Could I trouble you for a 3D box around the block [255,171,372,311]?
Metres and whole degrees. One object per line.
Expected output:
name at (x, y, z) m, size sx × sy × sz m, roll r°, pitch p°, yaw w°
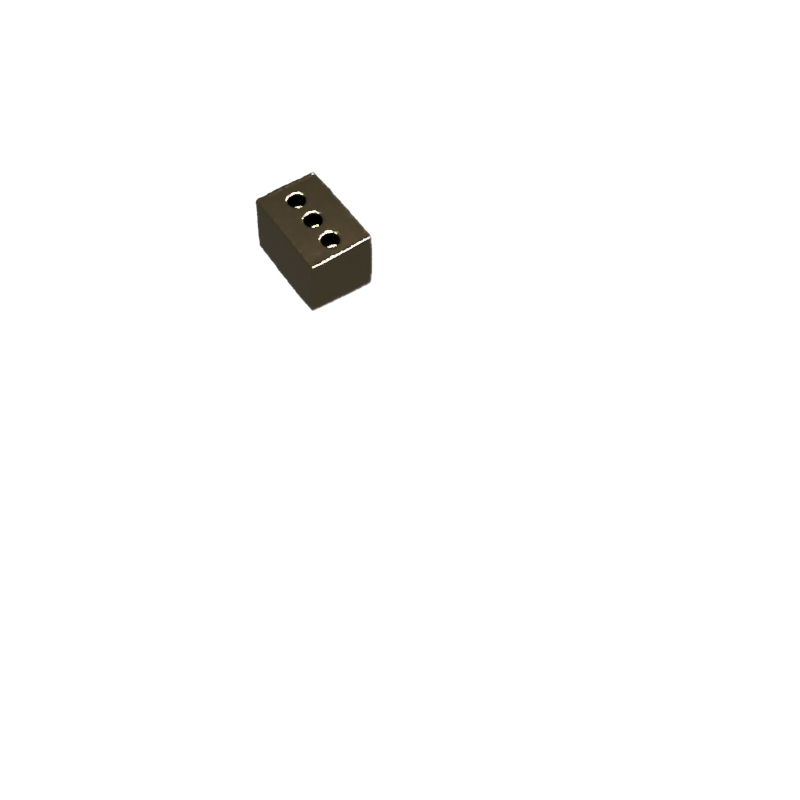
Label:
block at (-0.063, -0.115, 0.804) m, size 0.053 × 0.084 × 0.048 m, roll -28°, pitch -31°, yaw -21°
